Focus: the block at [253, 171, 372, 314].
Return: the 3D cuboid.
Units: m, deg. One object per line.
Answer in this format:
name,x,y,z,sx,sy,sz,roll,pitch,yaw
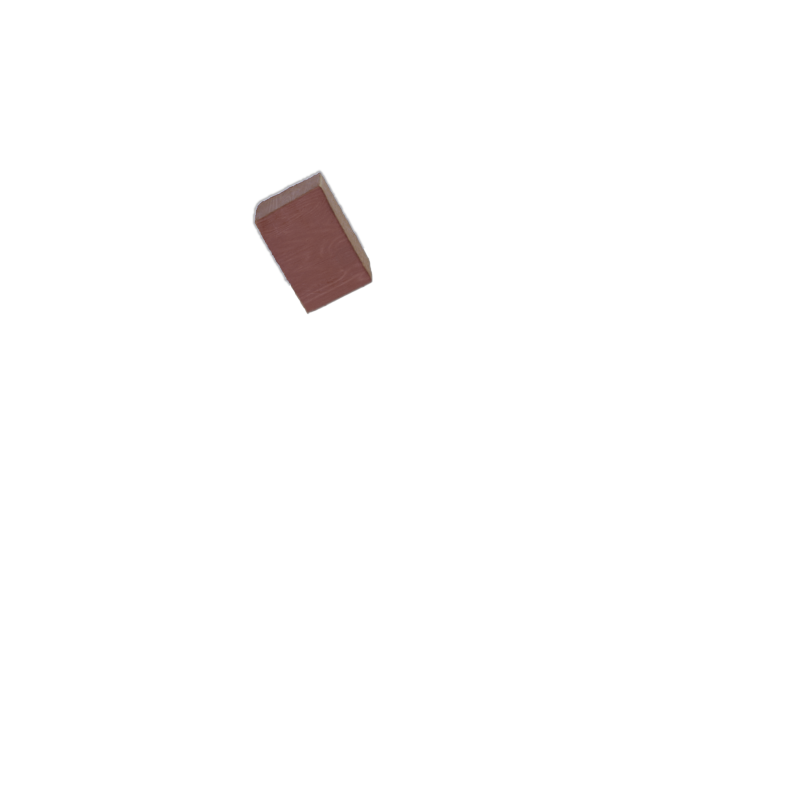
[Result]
block,-0.060,-0.109,0.765,0.053,0.075,0.054,-26,18,8
